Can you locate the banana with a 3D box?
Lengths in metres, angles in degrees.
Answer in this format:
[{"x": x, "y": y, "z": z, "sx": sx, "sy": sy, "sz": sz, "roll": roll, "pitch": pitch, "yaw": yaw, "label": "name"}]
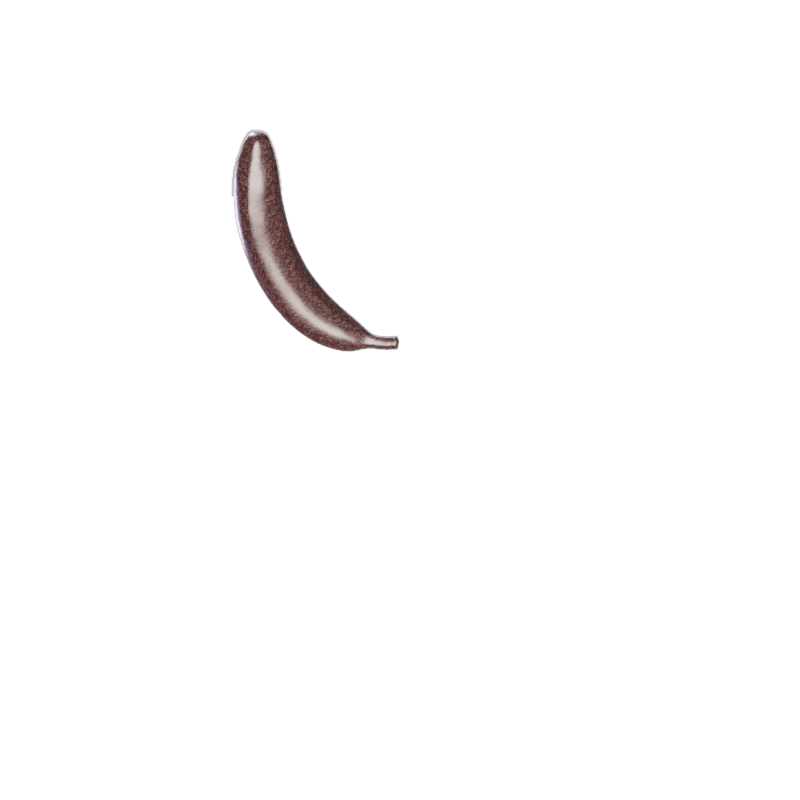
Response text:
[{"x": -0.078, "y": -0.106, "z": 0.827, "sx": 0.069, "sy": 0.189, "sz": 0.038, "roll": -30, "pitch": 18, "yaw": 11, "label": "banana"}]
